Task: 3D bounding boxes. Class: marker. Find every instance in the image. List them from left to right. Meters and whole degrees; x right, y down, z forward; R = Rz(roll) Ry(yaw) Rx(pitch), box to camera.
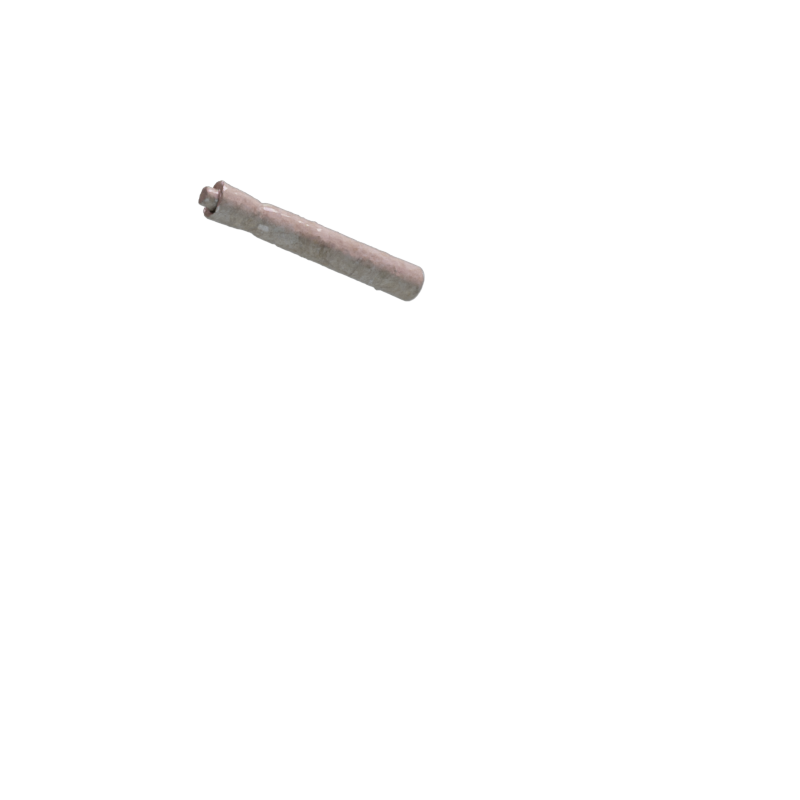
[{"bbox_3d":[-0.041,-0.075,0.527,0.115,0.020,0.020,20,-6,-27],"label":"marker"}]
